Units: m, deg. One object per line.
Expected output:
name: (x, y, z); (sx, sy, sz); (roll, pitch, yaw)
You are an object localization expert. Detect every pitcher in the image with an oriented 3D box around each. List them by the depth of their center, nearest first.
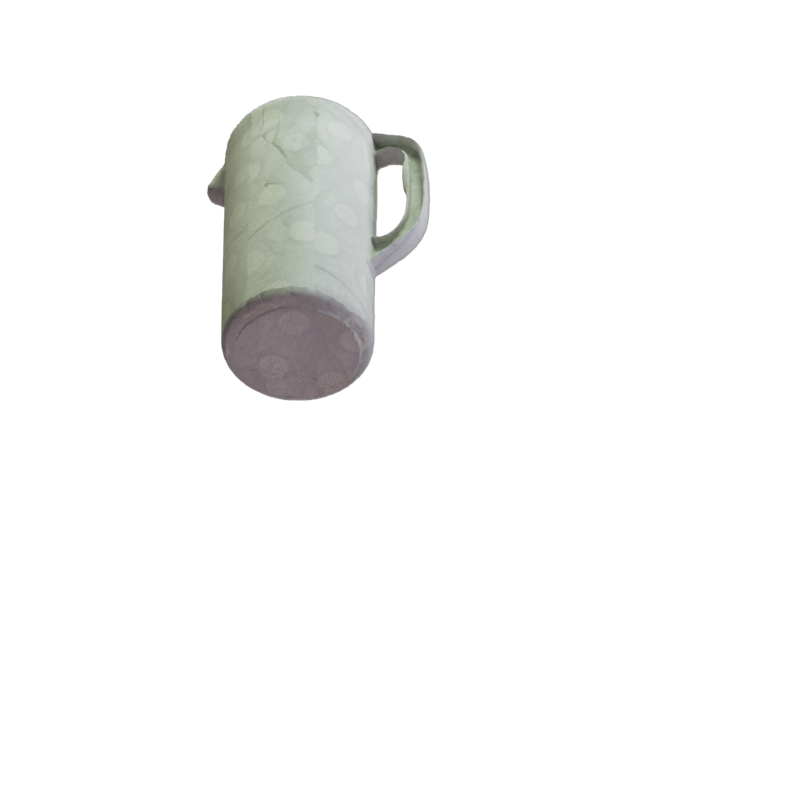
pitcher: (-0.067, -0.123, 0.860); (0.139, 0.261, 0.145); (23, -52, -23)
